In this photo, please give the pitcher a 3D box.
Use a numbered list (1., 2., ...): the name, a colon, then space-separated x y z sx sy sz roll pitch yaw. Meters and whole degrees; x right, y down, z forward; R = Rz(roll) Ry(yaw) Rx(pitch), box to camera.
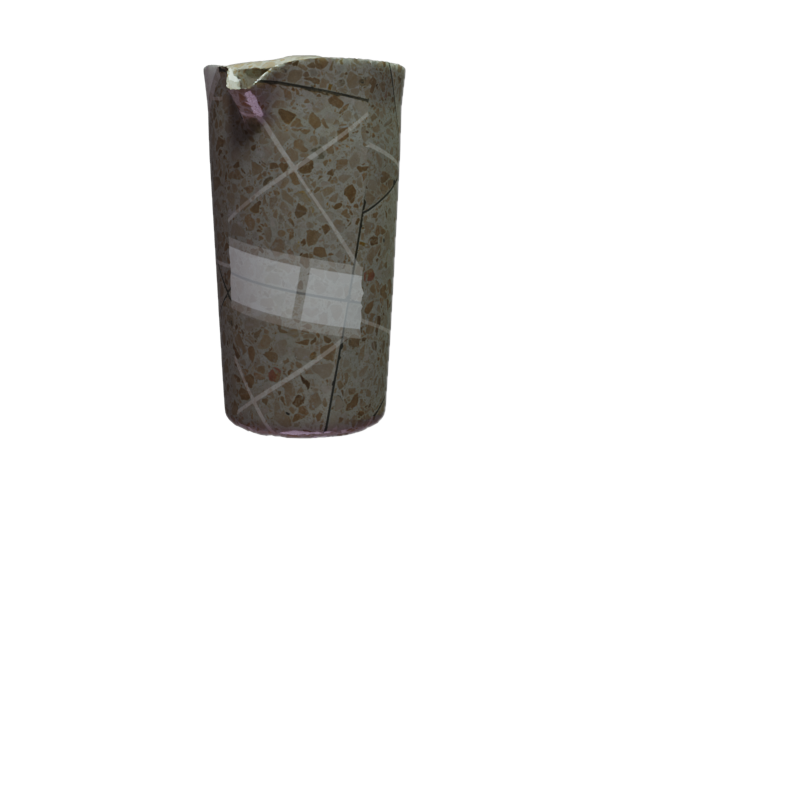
1. pitcher: -0.058 -0.106 0.745 0.146 0.241 0.150 -2 5 -21
